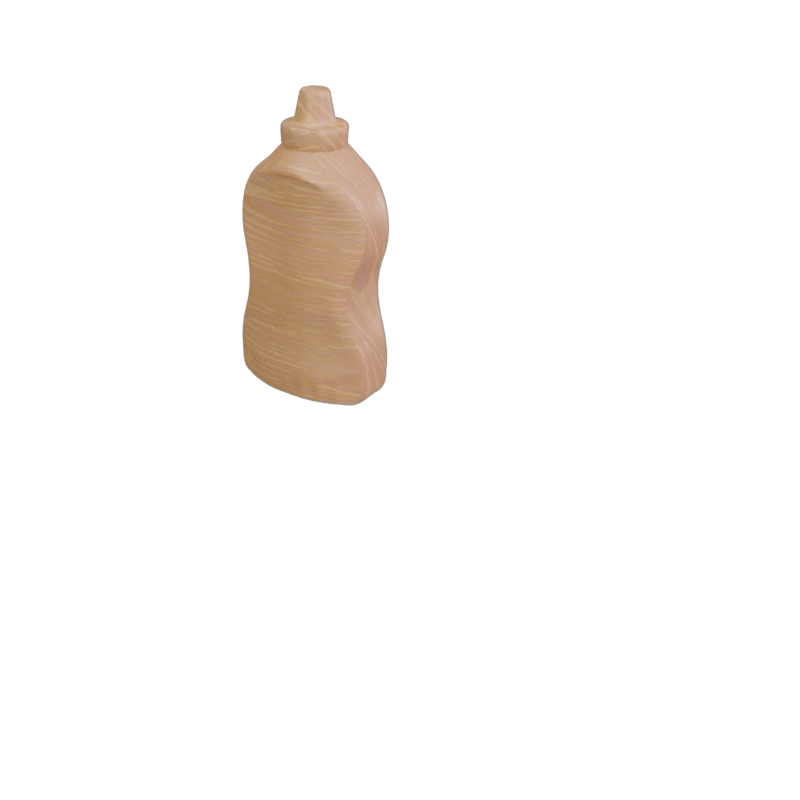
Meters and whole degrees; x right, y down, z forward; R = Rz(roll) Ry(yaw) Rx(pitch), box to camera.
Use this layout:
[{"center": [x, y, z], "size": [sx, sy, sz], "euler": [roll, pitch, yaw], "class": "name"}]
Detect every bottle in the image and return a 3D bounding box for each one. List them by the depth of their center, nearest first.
[{"center": [-0.053, -0.098, 0.682], "size": [0.101, 0.183, 0.058], "euler": [17, 27, 33], "class": "bottle"}]
